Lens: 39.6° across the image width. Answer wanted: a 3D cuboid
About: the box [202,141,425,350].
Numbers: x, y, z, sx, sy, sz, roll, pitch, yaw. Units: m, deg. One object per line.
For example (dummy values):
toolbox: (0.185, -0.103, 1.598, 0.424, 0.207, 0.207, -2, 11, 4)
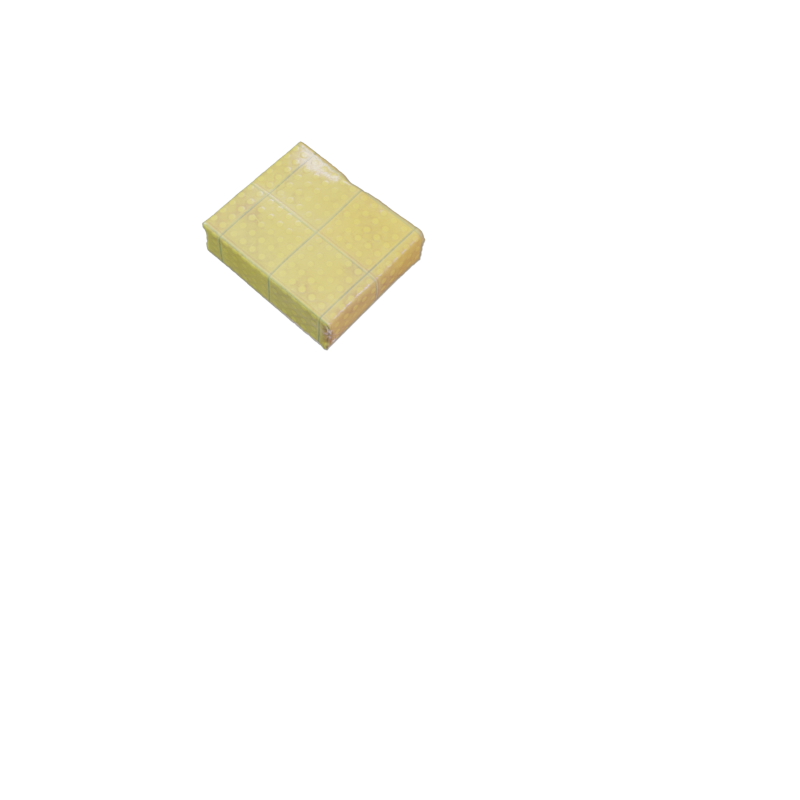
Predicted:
box: (-0.044, -0.081, 0.568, 0.094, 0.074, 0.028, 39, -23, 19)
